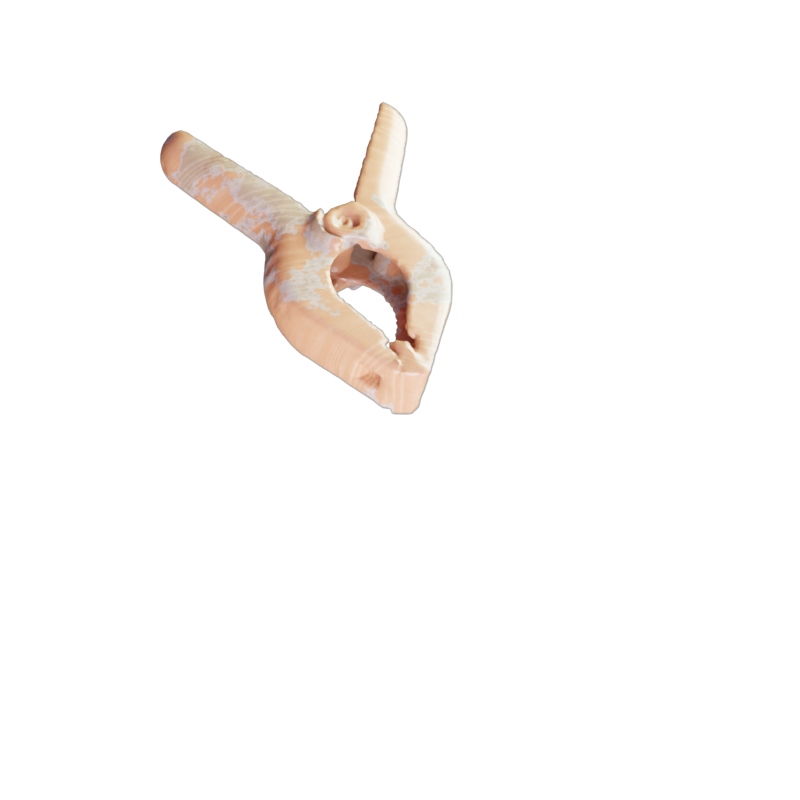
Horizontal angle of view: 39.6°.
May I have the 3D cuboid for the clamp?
[{"bbox_3d":[-0.038,-0.069,0.481,0.119,0.185,0.036,-9,-41,-9],"label":"clamp"}]
